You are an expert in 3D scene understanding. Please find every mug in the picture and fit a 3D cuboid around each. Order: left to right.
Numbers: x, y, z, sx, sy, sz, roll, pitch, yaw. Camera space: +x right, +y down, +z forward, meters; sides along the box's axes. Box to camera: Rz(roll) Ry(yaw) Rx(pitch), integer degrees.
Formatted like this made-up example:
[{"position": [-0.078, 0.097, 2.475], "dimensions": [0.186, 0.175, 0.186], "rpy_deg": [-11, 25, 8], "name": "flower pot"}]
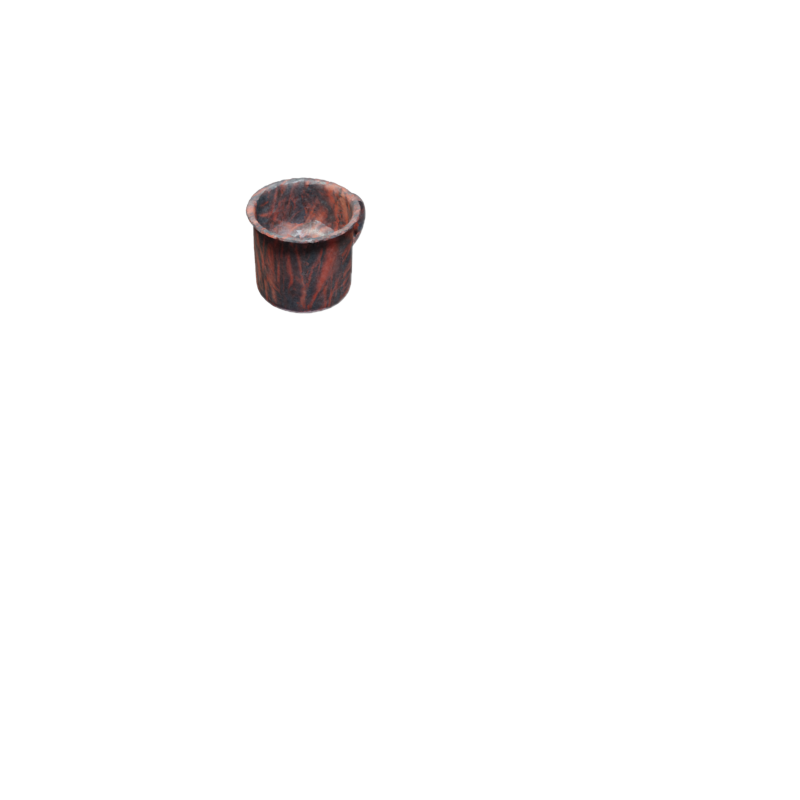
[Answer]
[{"position": [-0.073, -0.133, 0.930], "dimensions": [0.099, 0.076, 0.118], "rpy_deg": [29, 48, 29], "name": "mug"}]
